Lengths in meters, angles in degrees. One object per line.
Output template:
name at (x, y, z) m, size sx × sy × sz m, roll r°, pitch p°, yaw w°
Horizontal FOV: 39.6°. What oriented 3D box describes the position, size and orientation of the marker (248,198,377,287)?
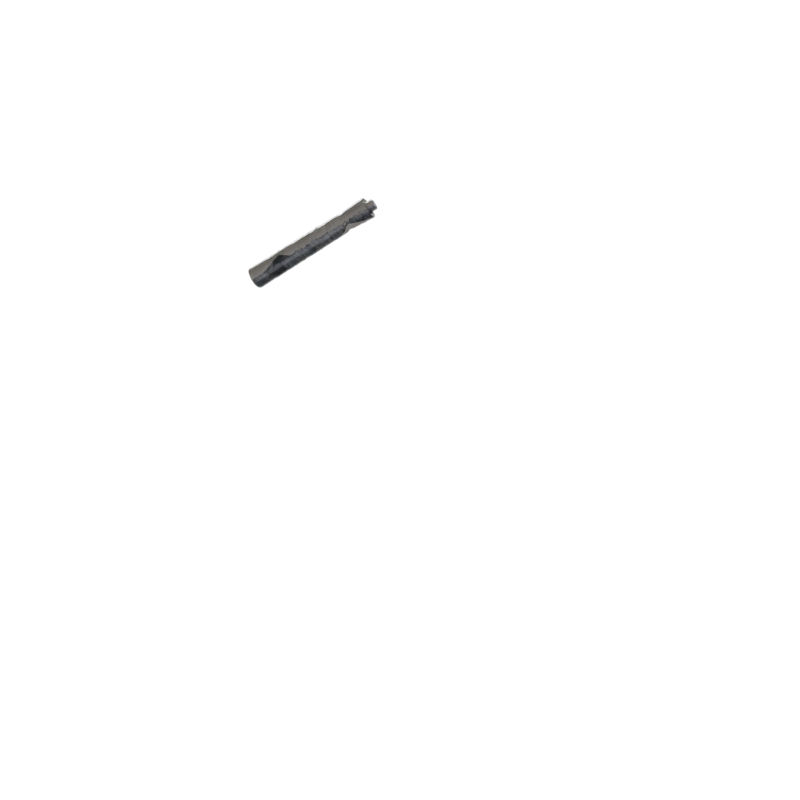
marker at (-0.072, -0.130, 0.914) m, size 0.121 × 0.020 × 0.019 m, roll -30°, pitch -5°, yaw 16°
